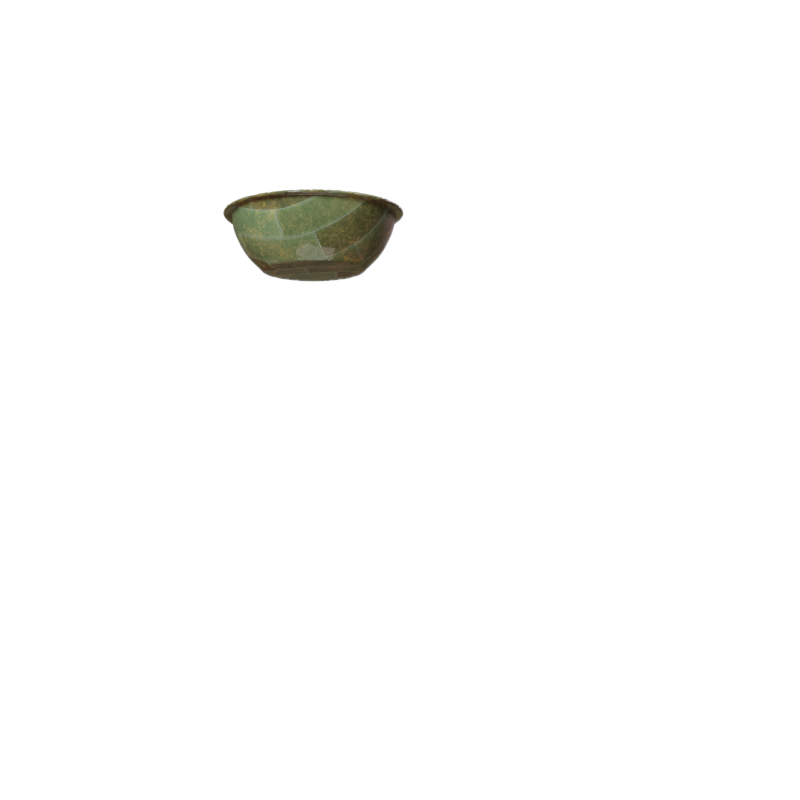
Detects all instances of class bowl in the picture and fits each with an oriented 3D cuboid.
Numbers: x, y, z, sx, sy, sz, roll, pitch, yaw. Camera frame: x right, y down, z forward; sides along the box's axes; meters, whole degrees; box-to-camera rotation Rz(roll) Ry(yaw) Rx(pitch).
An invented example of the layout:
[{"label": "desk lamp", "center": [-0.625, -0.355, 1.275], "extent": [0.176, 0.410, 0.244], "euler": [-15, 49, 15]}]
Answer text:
[{"label": "bowl", "center": [-0.078, -0.141, 0.990], "extent": [0.162, 0.056, 0.158], "euler": [0, -6, -2]}]
